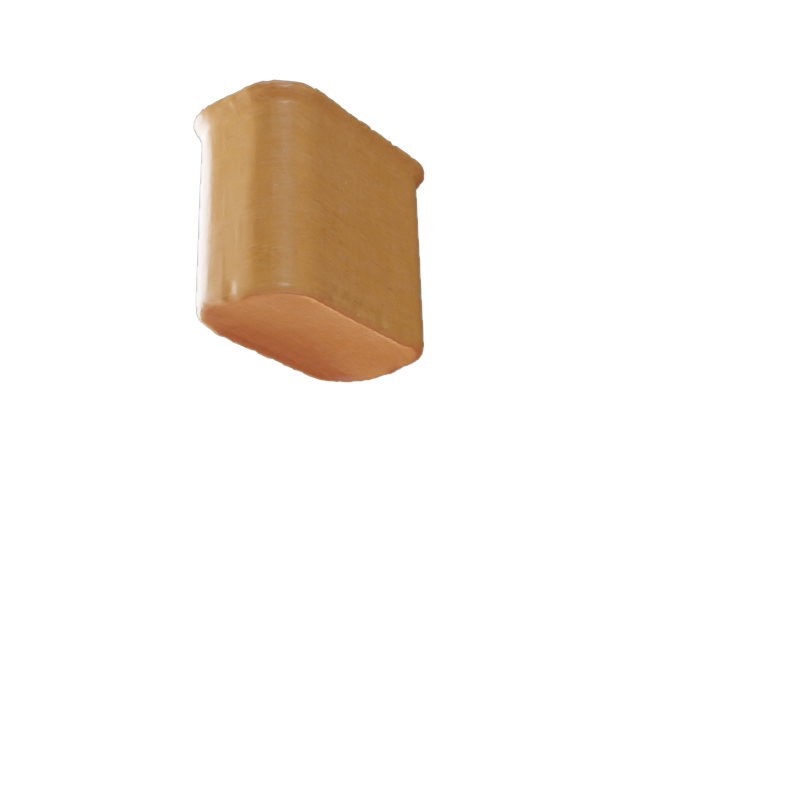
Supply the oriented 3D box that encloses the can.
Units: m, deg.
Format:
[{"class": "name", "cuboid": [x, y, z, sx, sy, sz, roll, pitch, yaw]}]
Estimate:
[{"class": "can", "cuboid": [-0.034, -0.061, 0.430, 0.058, 0.088, 0.095, -18, -28, 33]}]
